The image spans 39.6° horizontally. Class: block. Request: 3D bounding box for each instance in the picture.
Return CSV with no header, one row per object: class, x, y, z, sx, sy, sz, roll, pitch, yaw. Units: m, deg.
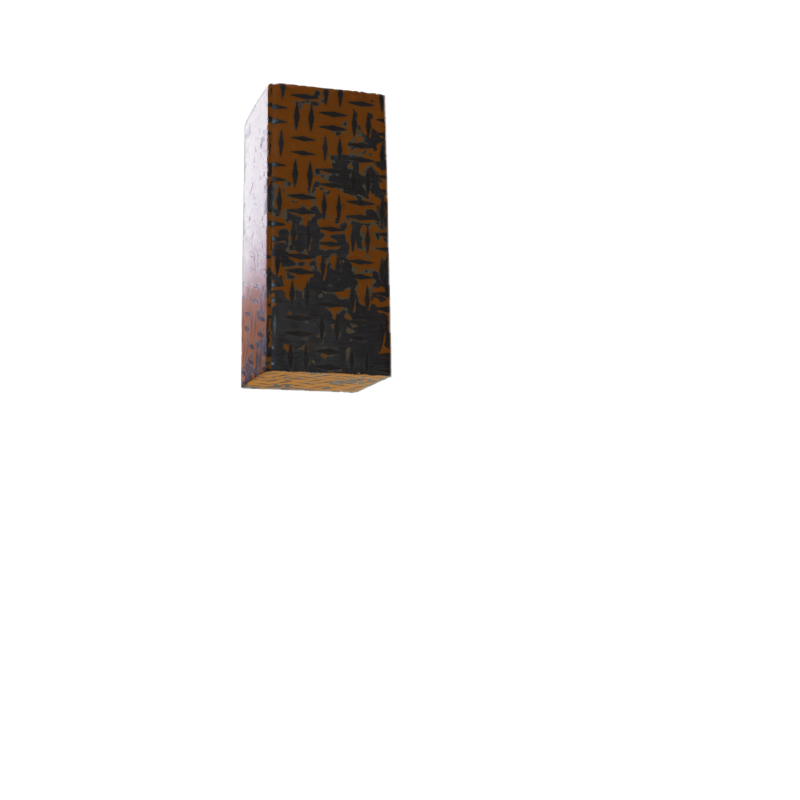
block,-0.063,-0.116,0.808,0.088,0.214,0.089,4,-15,-18
